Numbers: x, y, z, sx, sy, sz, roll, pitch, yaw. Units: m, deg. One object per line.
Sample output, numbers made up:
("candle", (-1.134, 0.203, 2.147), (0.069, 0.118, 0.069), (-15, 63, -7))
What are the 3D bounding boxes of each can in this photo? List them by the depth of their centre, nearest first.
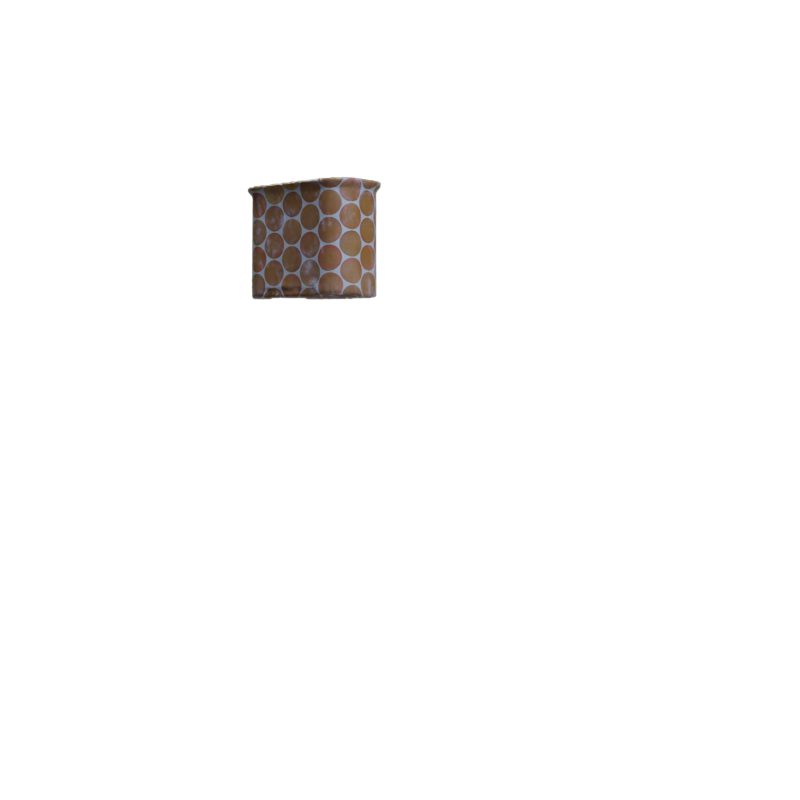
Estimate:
("can", (-0.064, -0.117, 0.816), (0.106, 0.084, 0.055), (0, -1, 39))
